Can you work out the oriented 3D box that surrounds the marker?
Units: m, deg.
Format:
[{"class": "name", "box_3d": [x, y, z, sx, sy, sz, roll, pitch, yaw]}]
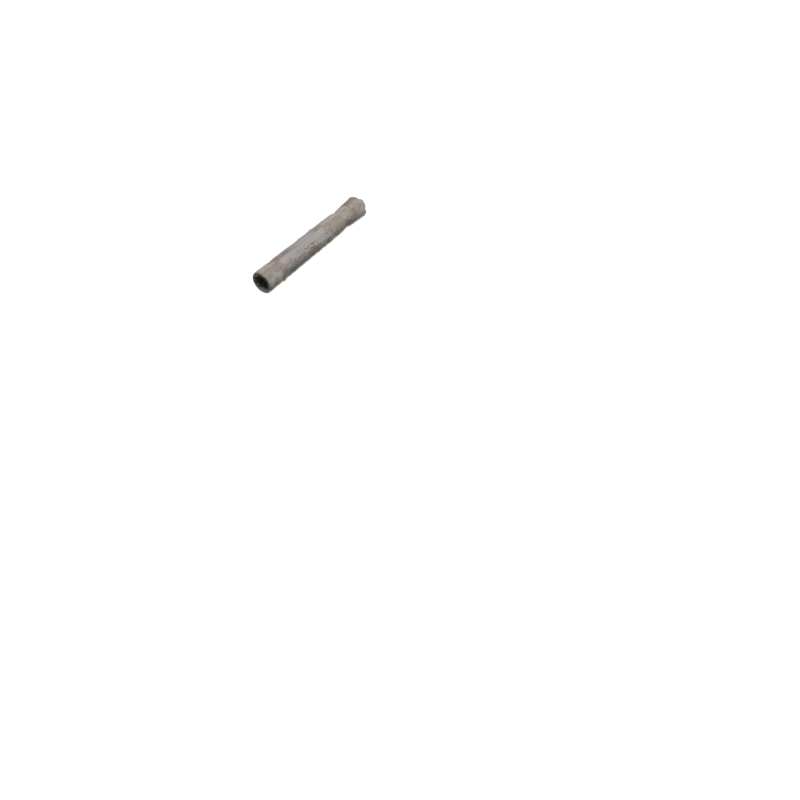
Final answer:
[{"class": "marker", "box_3d": [-0.067, -0.123, 0.861, 0.021, 0.019, 0.123, 3, 38, 45]}]
